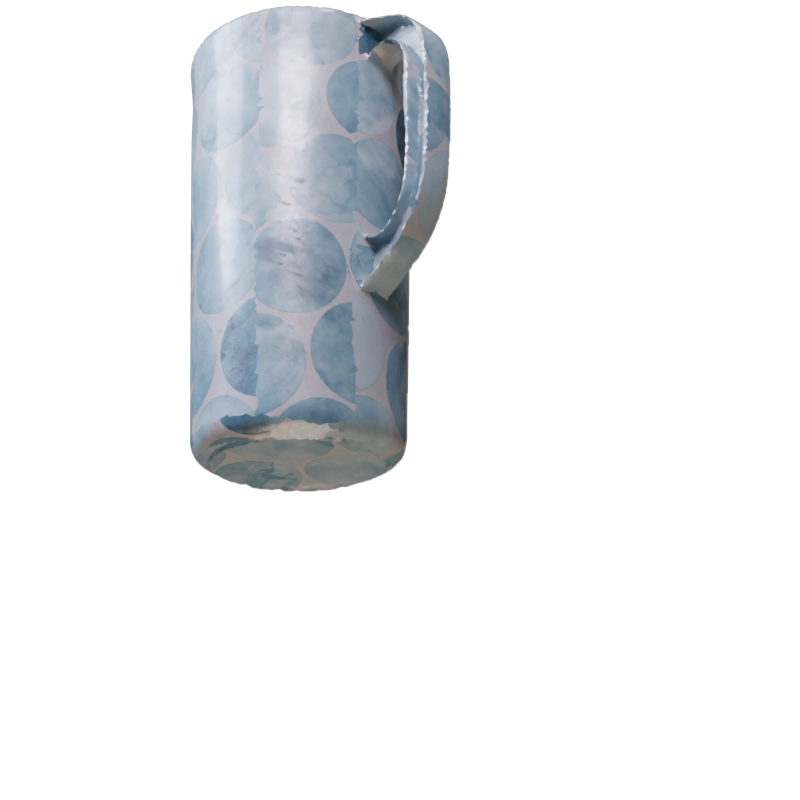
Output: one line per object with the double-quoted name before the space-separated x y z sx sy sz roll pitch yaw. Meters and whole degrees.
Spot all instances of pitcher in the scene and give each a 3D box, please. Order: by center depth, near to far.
"pitcher" -0.047 -0.085 0.595 0.145 0.257 0.141 -1 -25 -1
